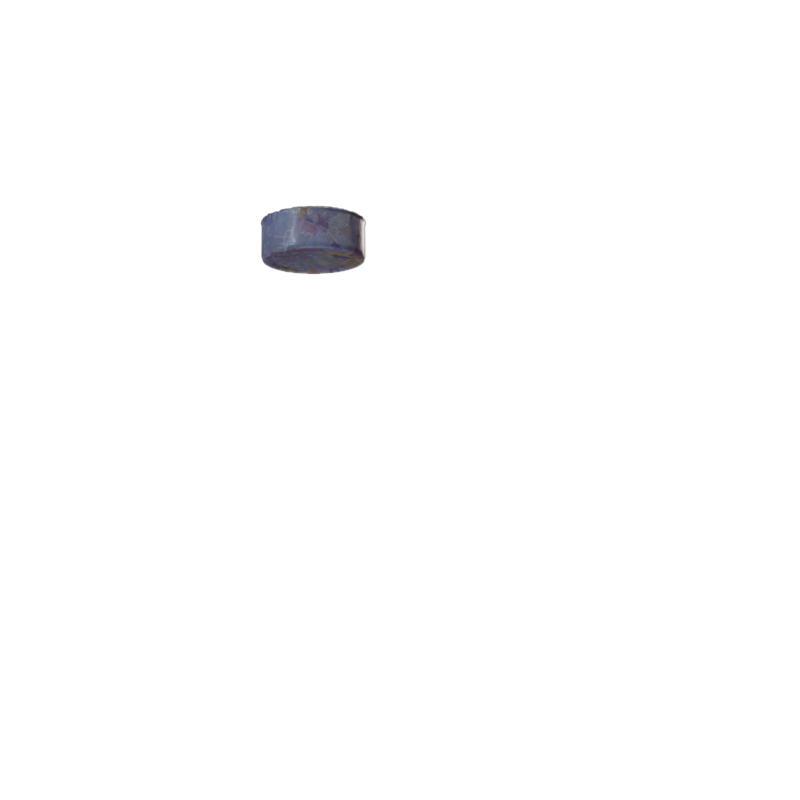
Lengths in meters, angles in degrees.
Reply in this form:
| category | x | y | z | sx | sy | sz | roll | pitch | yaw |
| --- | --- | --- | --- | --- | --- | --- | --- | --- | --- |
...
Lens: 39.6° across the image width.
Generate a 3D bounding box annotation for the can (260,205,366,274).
| category | x | y | z | sx | sy | sz | roll | pitch | yaw |
| --- | --- | --- | --- | --- | --- | --- | --- | --- | --- |
| can | -0.070 | -0.128 | 0.899 | 0.086 | 0.035 | 0.083 | 0 | -10 | -2 |
